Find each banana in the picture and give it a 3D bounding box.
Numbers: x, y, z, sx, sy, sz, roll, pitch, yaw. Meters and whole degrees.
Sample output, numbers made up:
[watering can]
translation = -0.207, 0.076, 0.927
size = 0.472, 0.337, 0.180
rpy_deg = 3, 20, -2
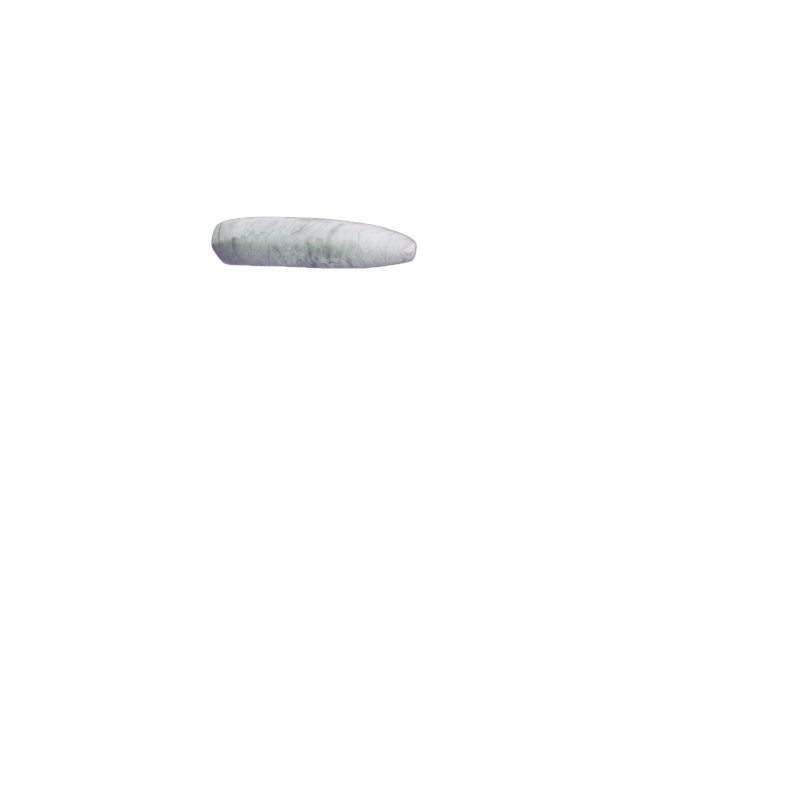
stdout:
[banana]
translation = -0.080, -0.115, 0.808
size = 0.067, 0.036, 0.207
rpy_deg = -6, 10, -43
